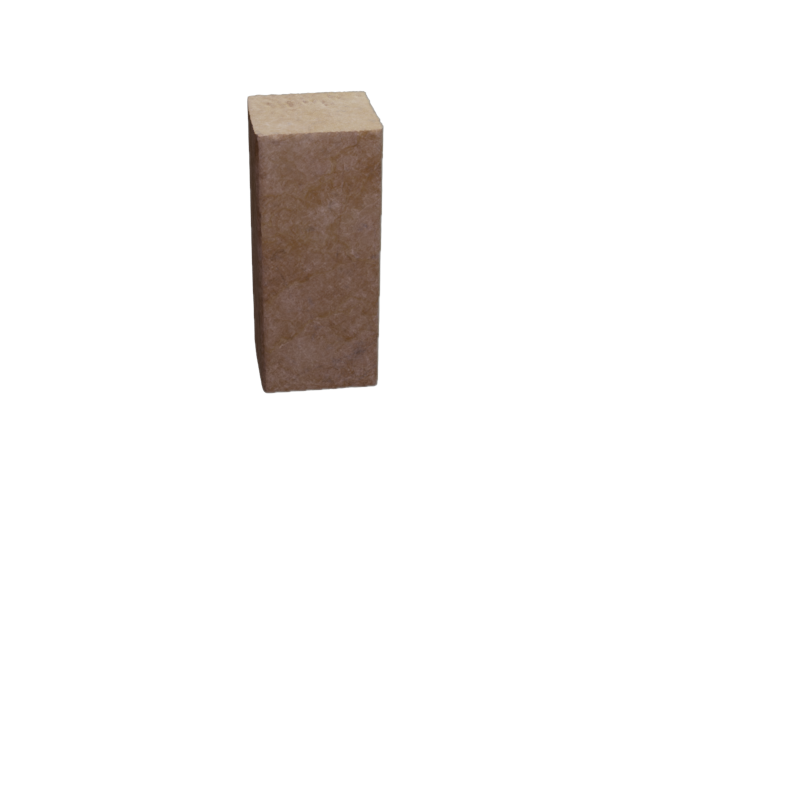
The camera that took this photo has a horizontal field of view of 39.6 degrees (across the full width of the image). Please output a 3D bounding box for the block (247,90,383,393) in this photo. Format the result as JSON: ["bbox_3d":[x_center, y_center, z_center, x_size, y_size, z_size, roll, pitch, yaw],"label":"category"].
[{"bbox_3d":[-0.065,-0.118,0.829,0.090,0.195,0.096,-3,28,-9],"label":"block"}]
